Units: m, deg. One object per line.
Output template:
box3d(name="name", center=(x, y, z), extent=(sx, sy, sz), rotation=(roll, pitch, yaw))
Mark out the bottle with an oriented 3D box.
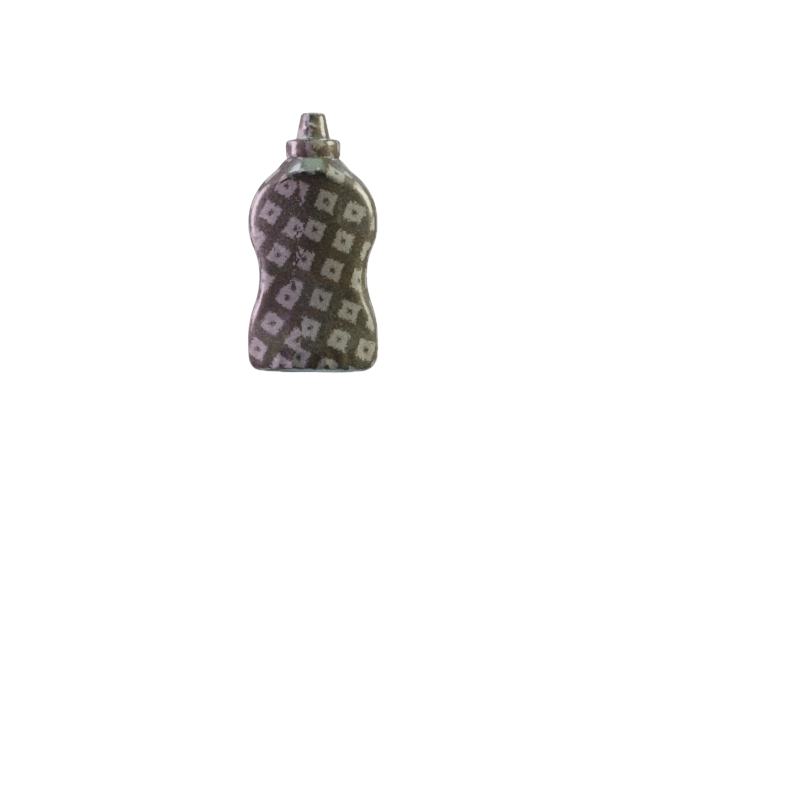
box3d(name="bottle", center=(-0.065, -0.119, 0.830), extent=(0.097, 0.192, 0.058), rotation=(0, 0, 6))
